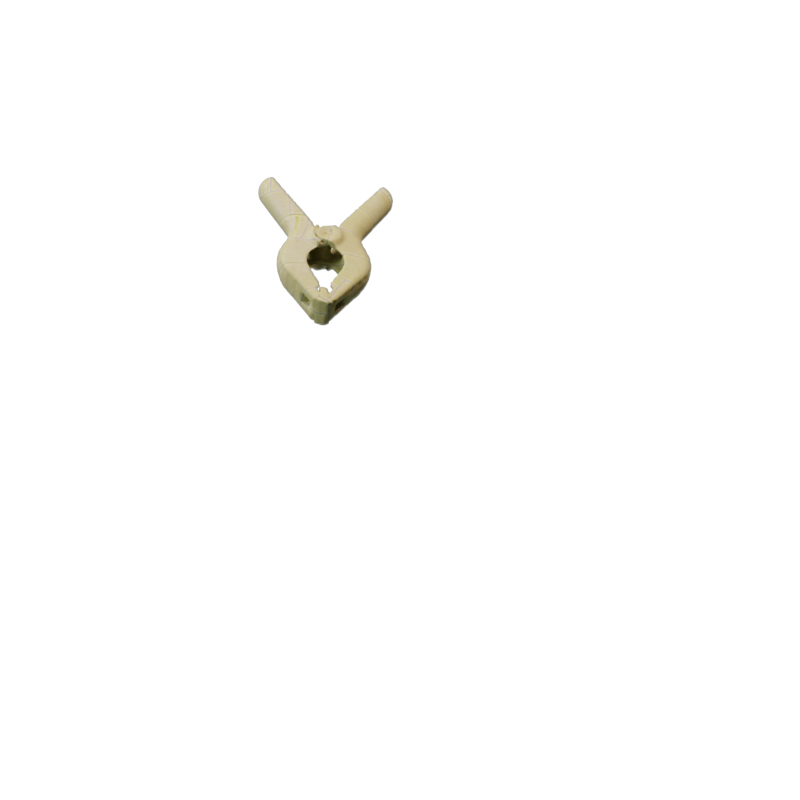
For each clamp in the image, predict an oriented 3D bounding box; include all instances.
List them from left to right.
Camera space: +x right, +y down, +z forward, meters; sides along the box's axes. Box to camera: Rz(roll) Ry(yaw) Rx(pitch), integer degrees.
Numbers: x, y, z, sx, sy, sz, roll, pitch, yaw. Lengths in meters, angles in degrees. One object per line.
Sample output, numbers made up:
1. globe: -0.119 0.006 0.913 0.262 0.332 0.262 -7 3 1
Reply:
1. clamp: -0.074 -0.136 0.950 0.121 0.037 0.182 5 42 5
